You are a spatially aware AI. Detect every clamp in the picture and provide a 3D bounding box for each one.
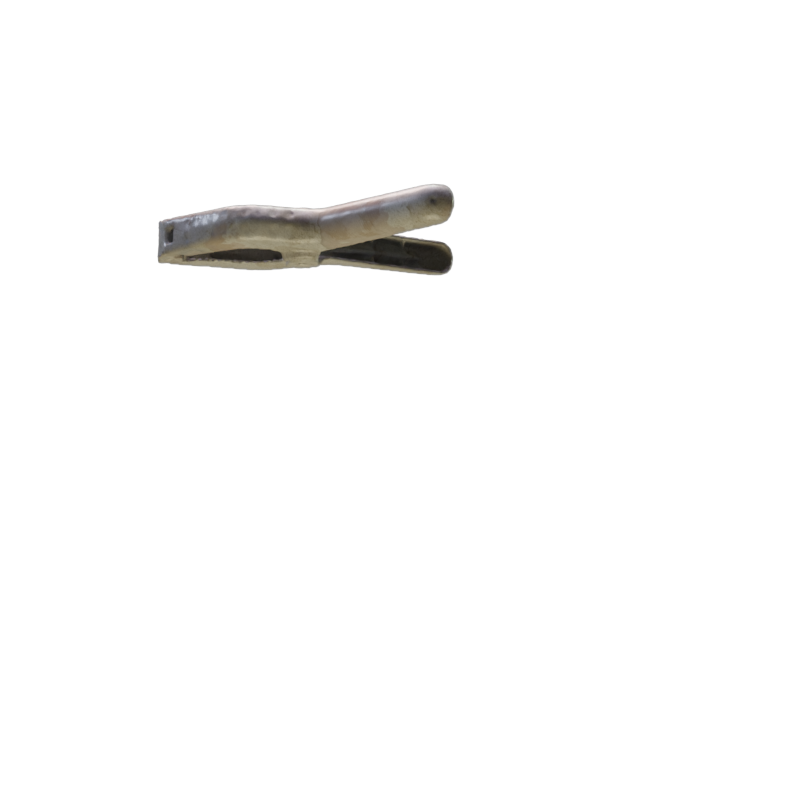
[{"bbox_3d":[-0.060,-0.109,0.761,0.213,0.037,0.158,-2,-8,12],"label":"clamp"}]
